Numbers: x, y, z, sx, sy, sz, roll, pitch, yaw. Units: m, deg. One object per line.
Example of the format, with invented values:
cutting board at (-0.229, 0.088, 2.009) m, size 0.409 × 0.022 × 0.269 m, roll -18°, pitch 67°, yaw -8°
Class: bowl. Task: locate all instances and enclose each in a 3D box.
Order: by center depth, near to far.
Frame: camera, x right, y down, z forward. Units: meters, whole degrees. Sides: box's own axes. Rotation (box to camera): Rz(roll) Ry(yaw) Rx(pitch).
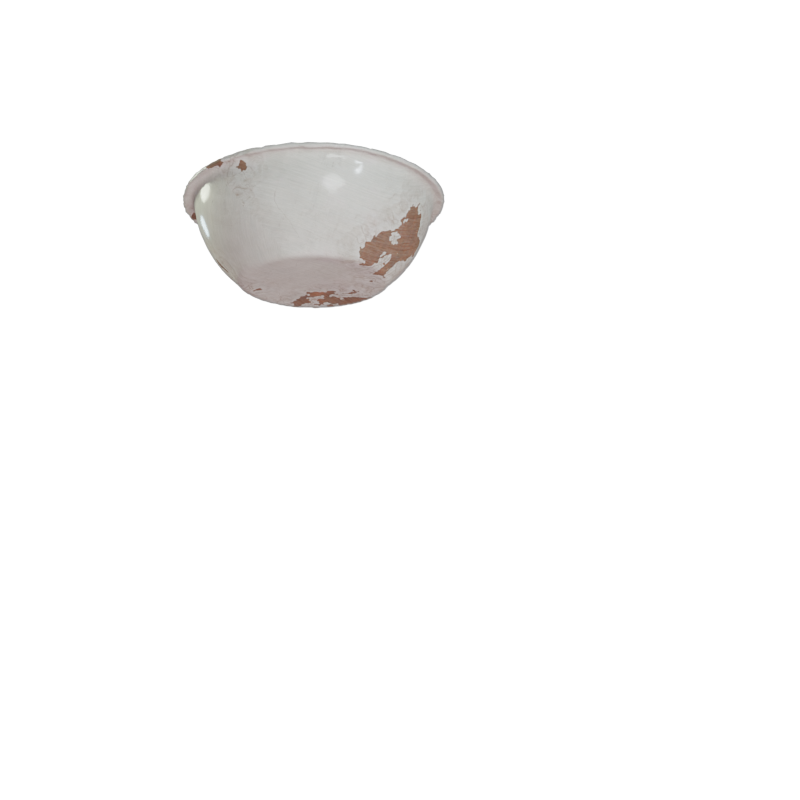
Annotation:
bowl at (-0.053, -0.097, 0.678) m, size 0.162 × 0.058 × 0.155 m, roll 0°, pitch -17°, yaw -2°
